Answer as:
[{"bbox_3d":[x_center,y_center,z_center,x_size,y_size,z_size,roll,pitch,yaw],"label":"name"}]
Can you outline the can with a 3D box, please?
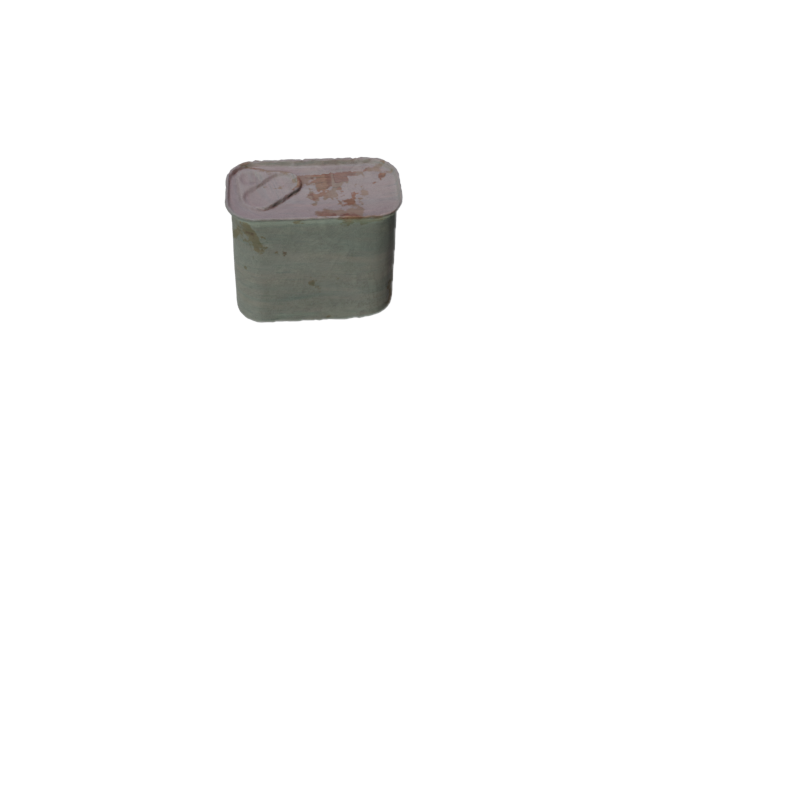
[{"bbox_3d":[-0.052,-0.095,0.666,0.101,0.078,0.062,-2,44,-4],"label":"can"}]
